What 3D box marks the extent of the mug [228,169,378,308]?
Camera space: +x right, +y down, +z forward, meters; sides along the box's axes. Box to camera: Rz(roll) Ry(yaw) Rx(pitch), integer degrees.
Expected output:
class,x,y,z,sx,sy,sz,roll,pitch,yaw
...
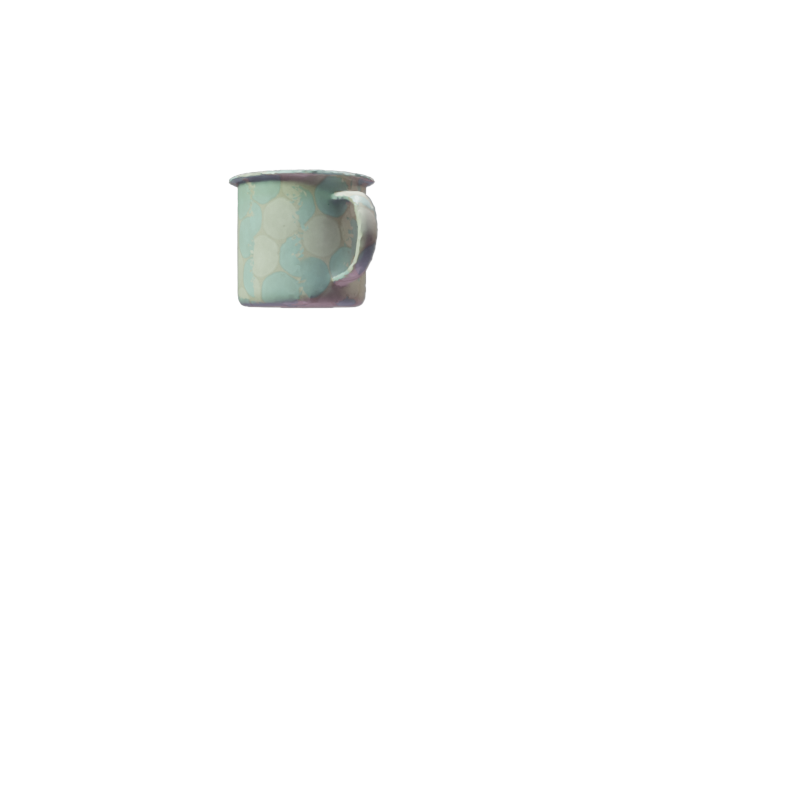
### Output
class,x,y,z,sx,sy,sz,roll,pitch,yaw
mug,-0.054,-0.099,0.696,0.089,0.082,0.121,0,0,-41
